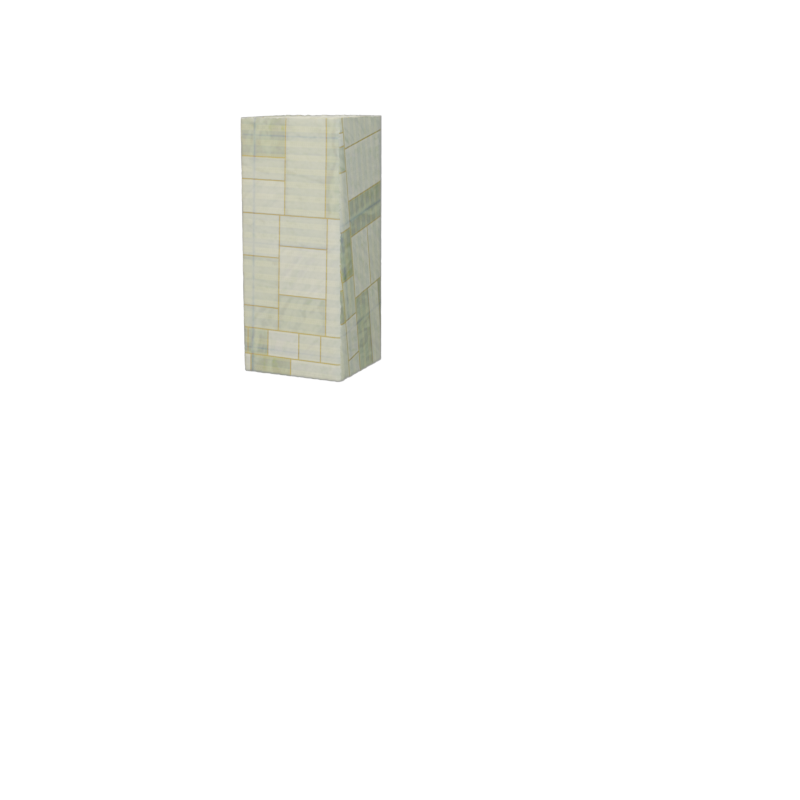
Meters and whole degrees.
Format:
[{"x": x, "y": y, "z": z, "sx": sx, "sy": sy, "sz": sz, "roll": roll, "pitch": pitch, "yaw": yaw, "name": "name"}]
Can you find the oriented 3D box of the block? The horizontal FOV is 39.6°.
[{"x": -0.072, "y": -0.130, "z": 0.909, "sx": 0.094, "sy": 0.202, "sz": 0.089, "roll": 5, "pitch": 10, "yaw": 23, "name": "block"}]
